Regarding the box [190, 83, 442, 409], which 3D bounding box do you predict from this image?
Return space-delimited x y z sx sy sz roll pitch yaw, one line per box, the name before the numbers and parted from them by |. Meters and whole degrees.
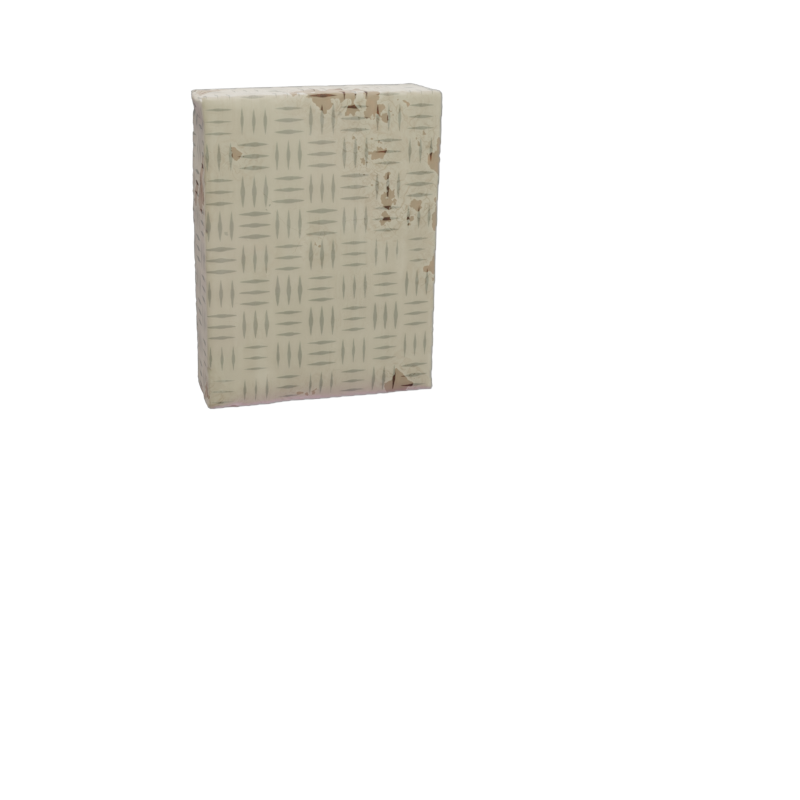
box | -0.060 -0.110 0.773 0.161 0.207 0.076 -4 15 -15
